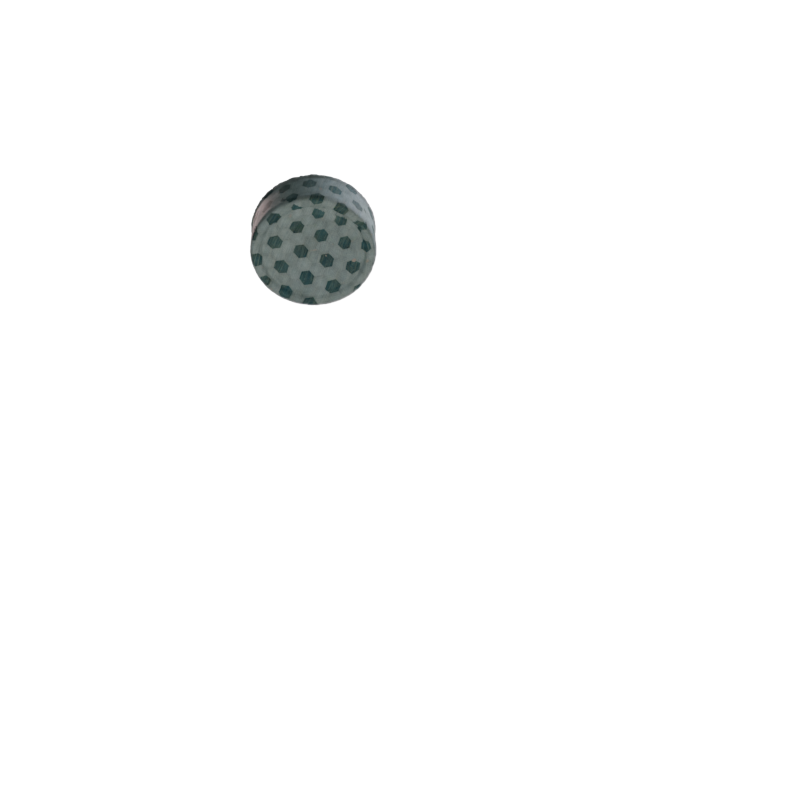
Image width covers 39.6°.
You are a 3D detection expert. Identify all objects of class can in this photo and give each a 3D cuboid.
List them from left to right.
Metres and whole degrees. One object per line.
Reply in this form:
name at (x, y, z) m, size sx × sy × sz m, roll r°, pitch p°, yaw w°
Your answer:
can at (-0.059, -0.107, 0.750) m, size 0.086 × 0.081 × 0.036 m, roll 1°, pitch 33°, yaw -1°
